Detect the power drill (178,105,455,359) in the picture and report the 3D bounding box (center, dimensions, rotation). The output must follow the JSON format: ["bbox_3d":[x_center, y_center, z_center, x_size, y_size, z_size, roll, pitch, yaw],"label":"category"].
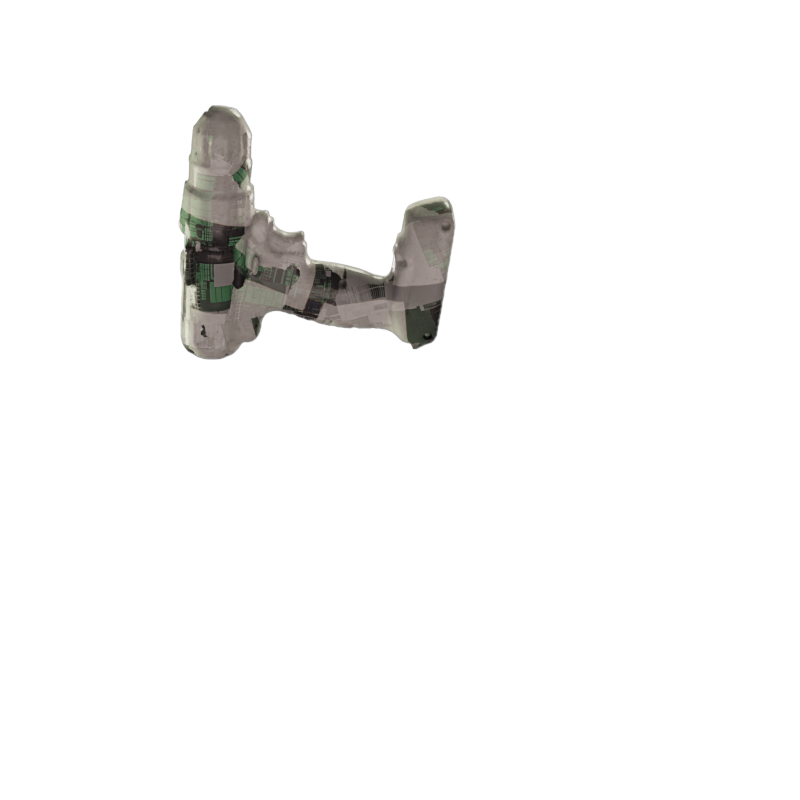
[{"bbox_3d":[-0.061,-0.110,0.773,0.187,0.175,0.061,5,27,-3],"label":"power drill"}]
